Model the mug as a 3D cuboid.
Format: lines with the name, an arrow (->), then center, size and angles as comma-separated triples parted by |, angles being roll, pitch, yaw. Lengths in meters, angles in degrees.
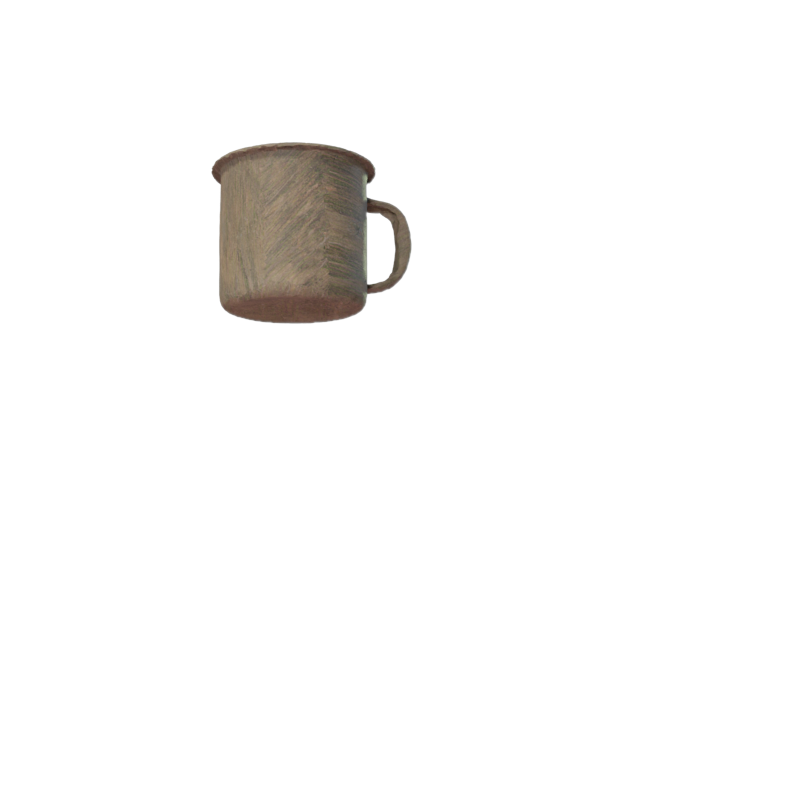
mug -> -0.049, -0.089, 0.621 | 0.113, 0.084, 0.093 | 4, -12, -23
